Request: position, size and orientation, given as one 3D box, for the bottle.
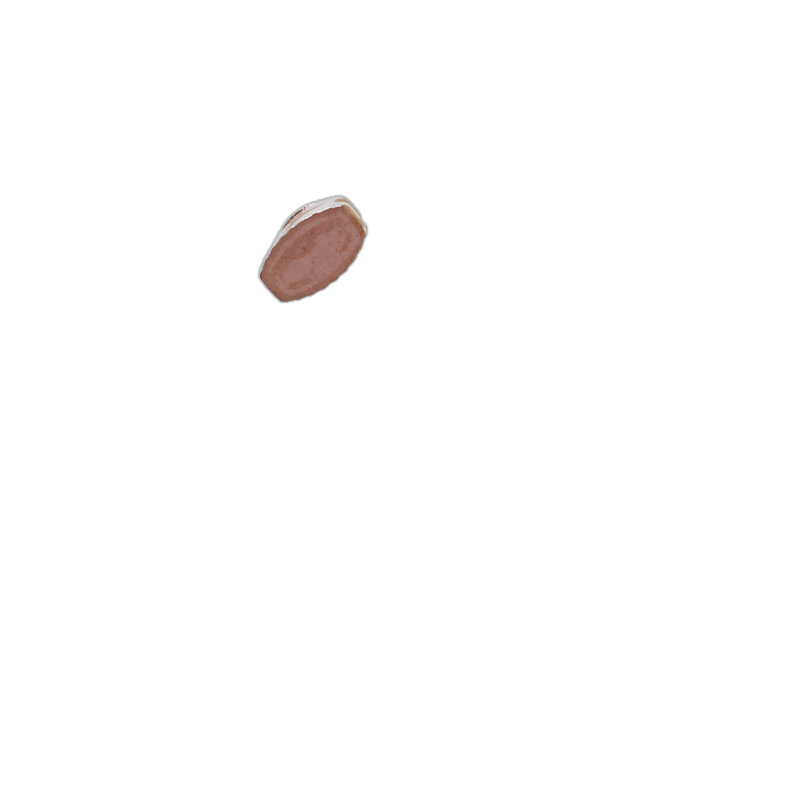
[{"bbox_3d":[-0.078,-0.142,0.994,0.096,0.057,0.197,-41,13,6],"label":"bottle"}]
